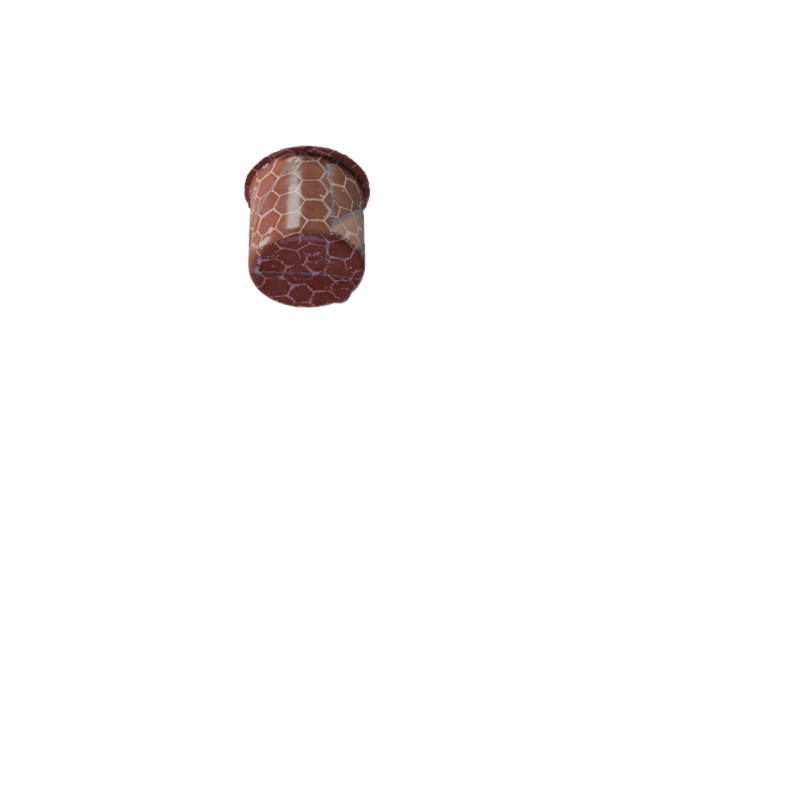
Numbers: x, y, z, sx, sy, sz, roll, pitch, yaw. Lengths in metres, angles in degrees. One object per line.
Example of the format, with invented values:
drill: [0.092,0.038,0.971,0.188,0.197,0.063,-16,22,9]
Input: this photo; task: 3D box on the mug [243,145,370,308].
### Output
mug: [-0.062,-0.114,0.797,0.094,0.087,0.108,-14,-39,15]
